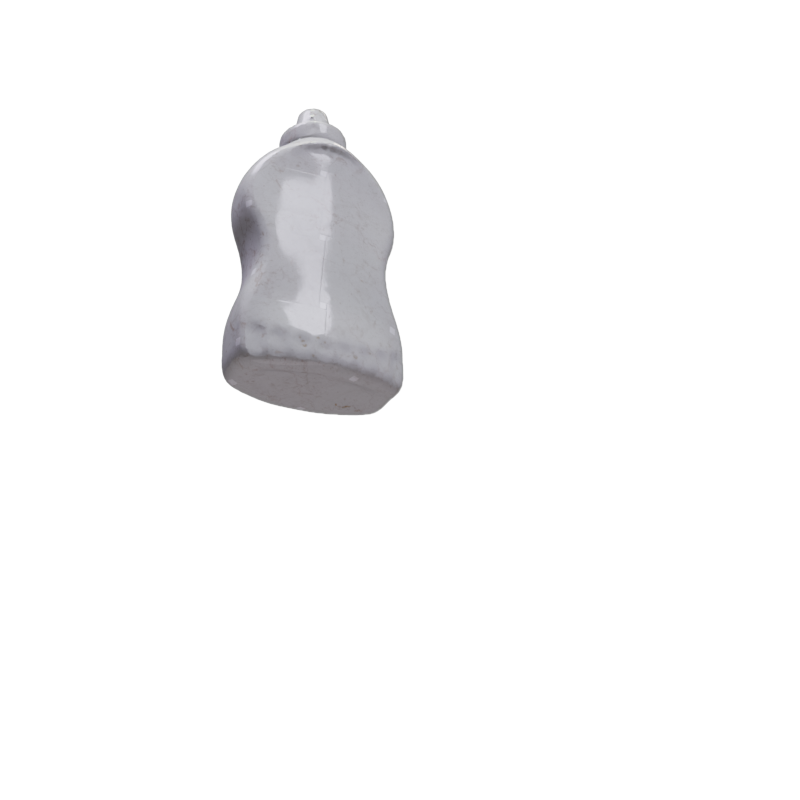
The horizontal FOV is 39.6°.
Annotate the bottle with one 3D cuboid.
[{"bbox_3d":[-0.050,-0.091,0.636,0.093,0.205,0.056,11,-35,-20],"label":"bottle"}]
